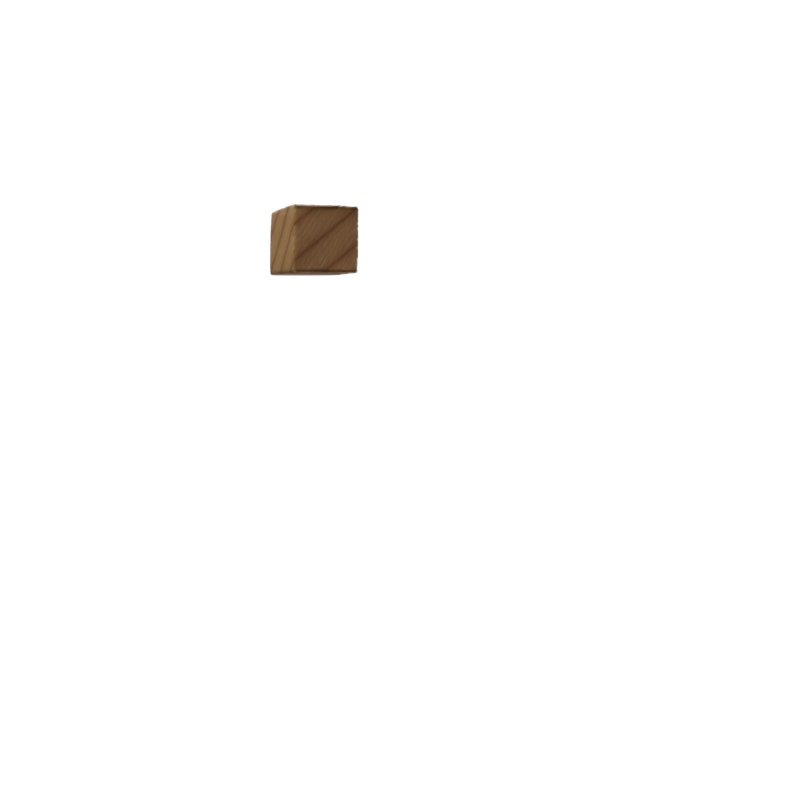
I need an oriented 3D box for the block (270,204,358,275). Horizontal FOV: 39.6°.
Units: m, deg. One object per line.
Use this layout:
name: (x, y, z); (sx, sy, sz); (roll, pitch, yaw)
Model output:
block: (-0.068, -0.124, 0.866); (0.051, 0.051, 0.080); (0, 2, -19)
